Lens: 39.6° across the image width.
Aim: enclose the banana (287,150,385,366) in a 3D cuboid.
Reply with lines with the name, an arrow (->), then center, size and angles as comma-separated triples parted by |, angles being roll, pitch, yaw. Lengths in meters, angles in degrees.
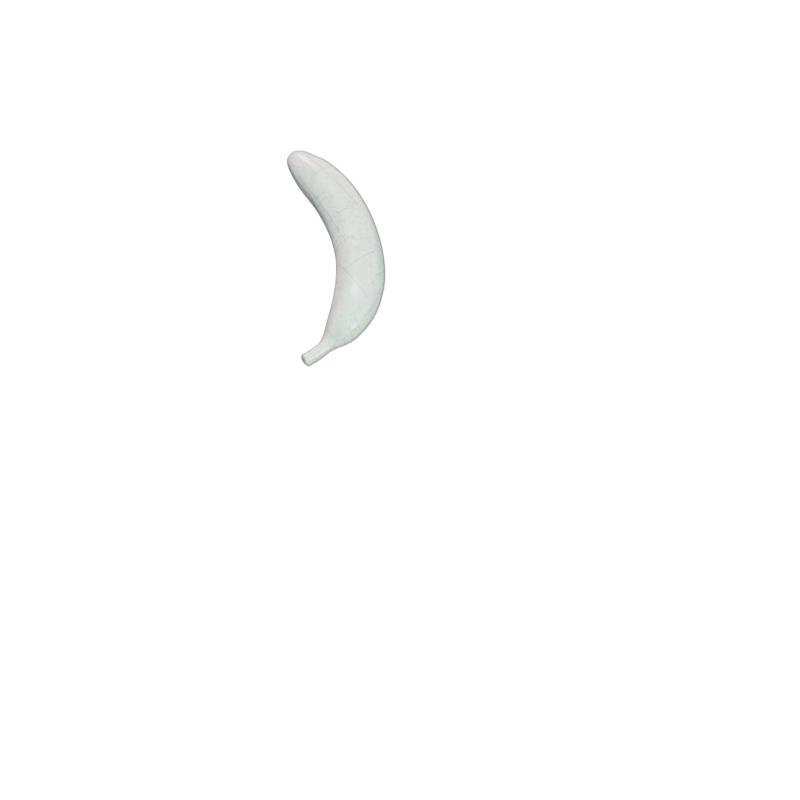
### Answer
banana -> -0.049, -0.121, 0.862 | 0.069, 0.212, 0.034 | -4, -33, -4
